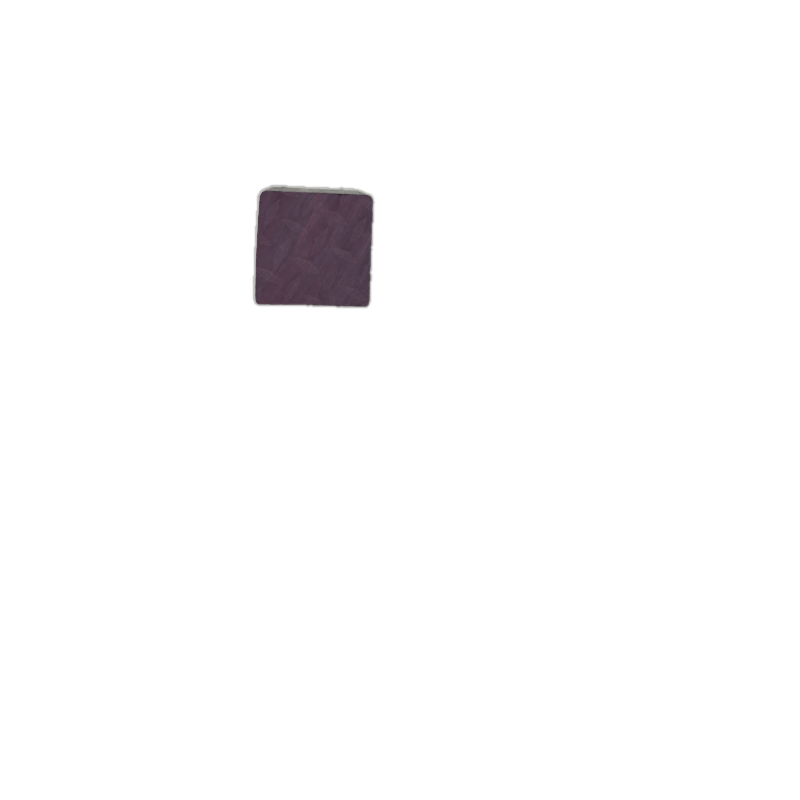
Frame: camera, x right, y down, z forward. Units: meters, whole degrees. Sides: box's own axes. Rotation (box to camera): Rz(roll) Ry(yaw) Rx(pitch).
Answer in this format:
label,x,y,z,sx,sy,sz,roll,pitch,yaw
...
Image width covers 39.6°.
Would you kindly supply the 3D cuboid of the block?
label,x,y,z,sx,sy,sz,roll,pitch,yaw
block,-0.075,-0.137,0.951,0.090,0.089,0.210,2,10,-4
